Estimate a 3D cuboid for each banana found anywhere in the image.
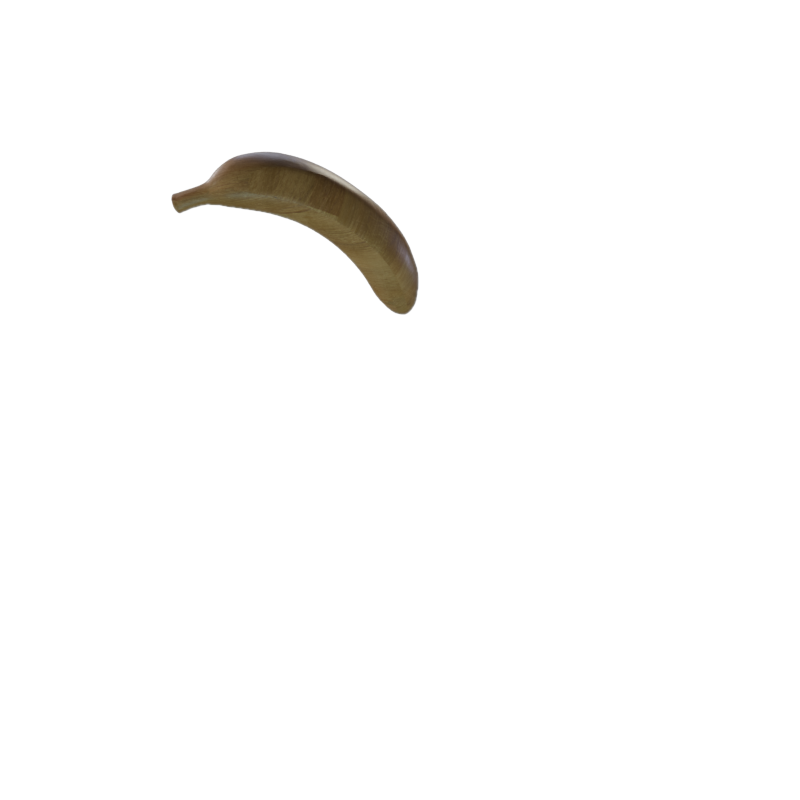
[{"bbox_3d":[-0.046,-0.111,0.706,0.186,0.039,0.069,24,-40,-33],"label":"banana"}]
